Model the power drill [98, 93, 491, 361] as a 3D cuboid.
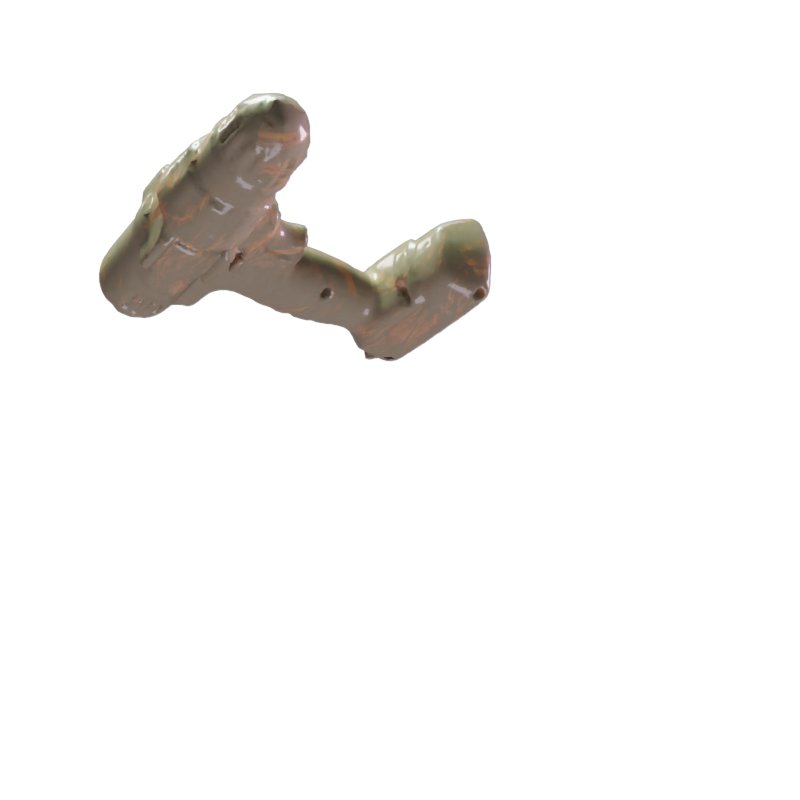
[{"bbox_3d":[-0.046,-0.085,0.592,0.179,0.061,0.182,15,-29,-30],"label":"power drill"}]
